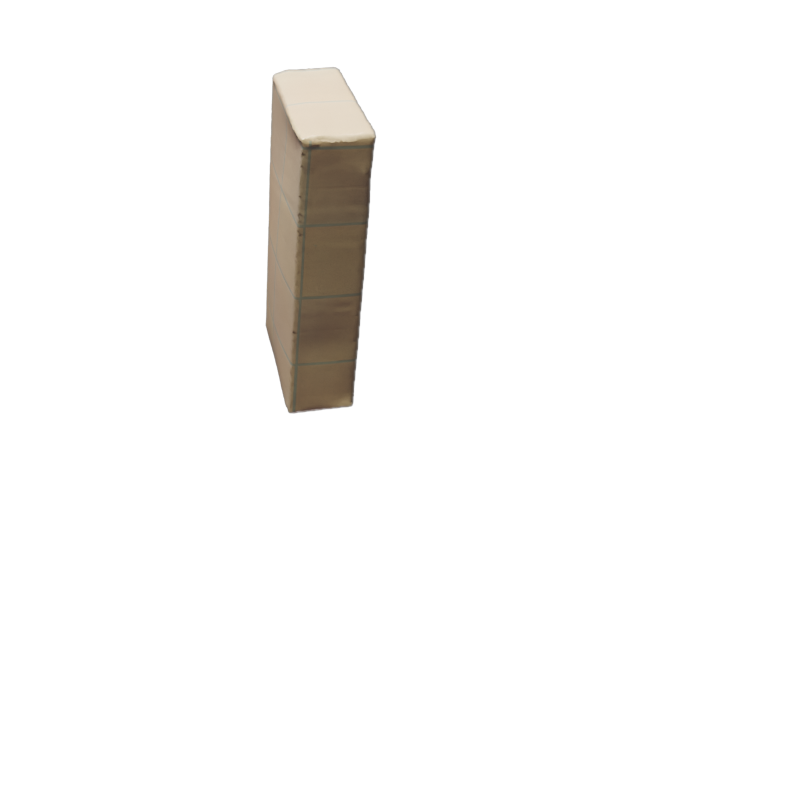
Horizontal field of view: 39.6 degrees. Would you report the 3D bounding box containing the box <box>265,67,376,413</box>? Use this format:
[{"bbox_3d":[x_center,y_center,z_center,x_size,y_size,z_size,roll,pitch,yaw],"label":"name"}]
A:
[{"bbox_3d":[-0.050,-0.090,0.629,0.047,0.165,0.101,-6,35,-13],"label":"box"}]
